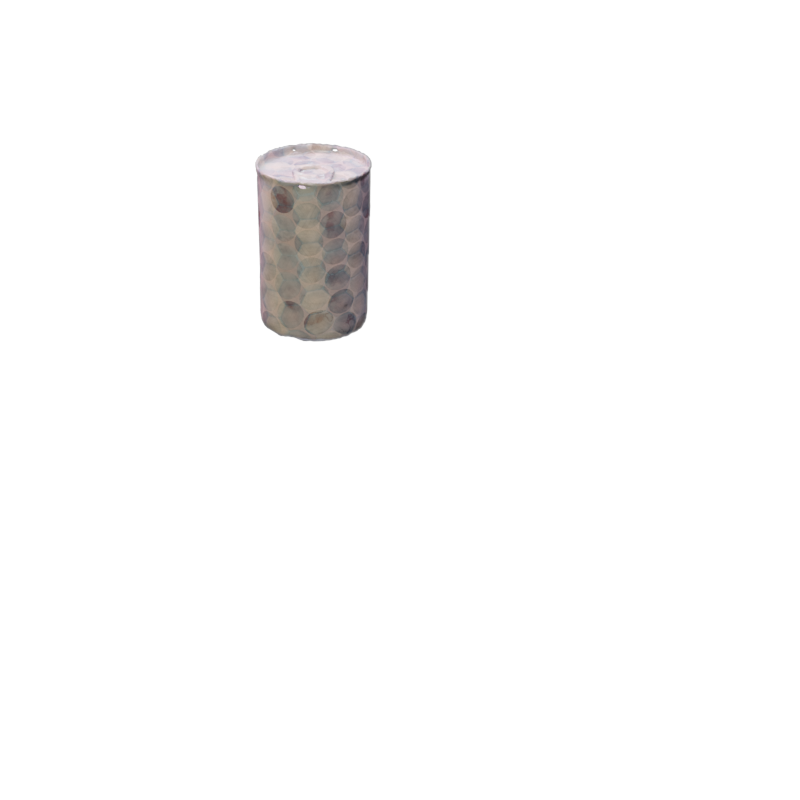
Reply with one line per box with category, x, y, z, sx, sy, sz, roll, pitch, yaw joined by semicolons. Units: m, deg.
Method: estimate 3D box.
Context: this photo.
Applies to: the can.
can;-0.052;-0.095;0.665;0.068;0.097;0.072;0;27;-2
